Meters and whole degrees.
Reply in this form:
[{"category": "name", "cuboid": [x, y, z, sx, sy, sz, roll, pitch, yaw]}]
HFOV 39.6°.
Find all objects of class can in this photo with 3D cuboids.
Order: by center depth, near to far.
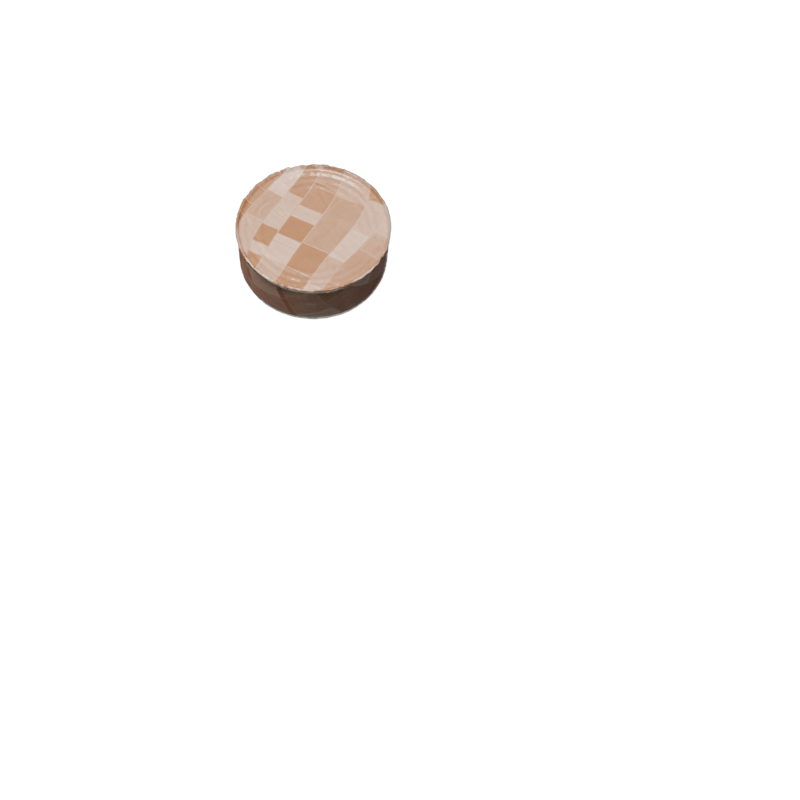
[{"category": "can", "cuboid": [-0.049, -0.089, 0.622, 0.086, 0.092, 0.031, -1, -32, -1]}]
